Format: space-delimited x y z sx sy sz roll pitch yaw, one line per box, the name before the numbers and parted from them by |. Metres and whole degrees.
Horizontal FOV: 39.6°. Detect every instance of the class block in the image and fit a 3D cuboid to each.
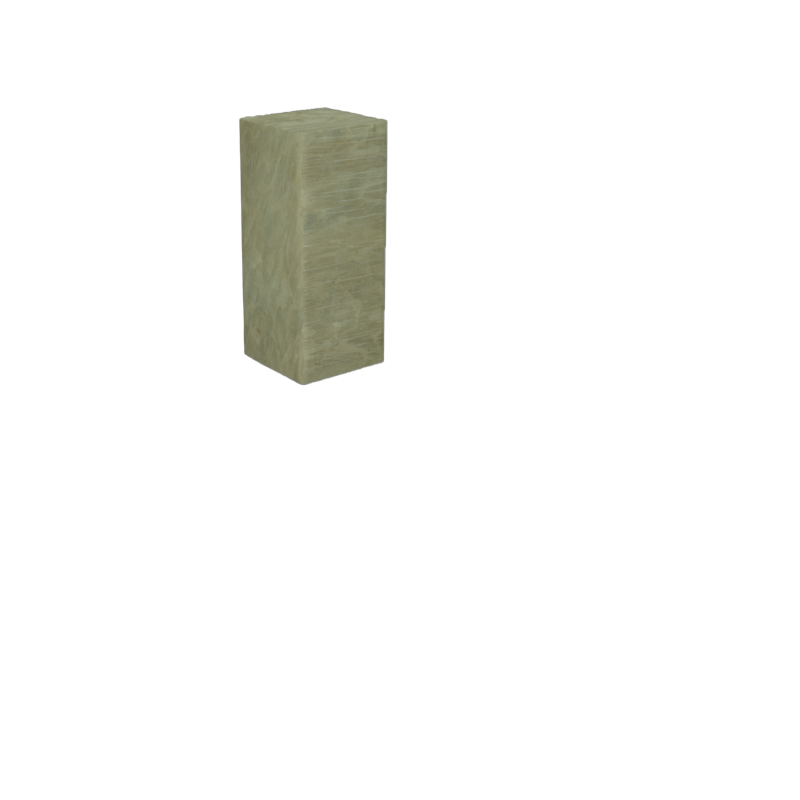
block | -0.072 -0.131 0.917 0.089 0.198 0.096 -13 22 -36
